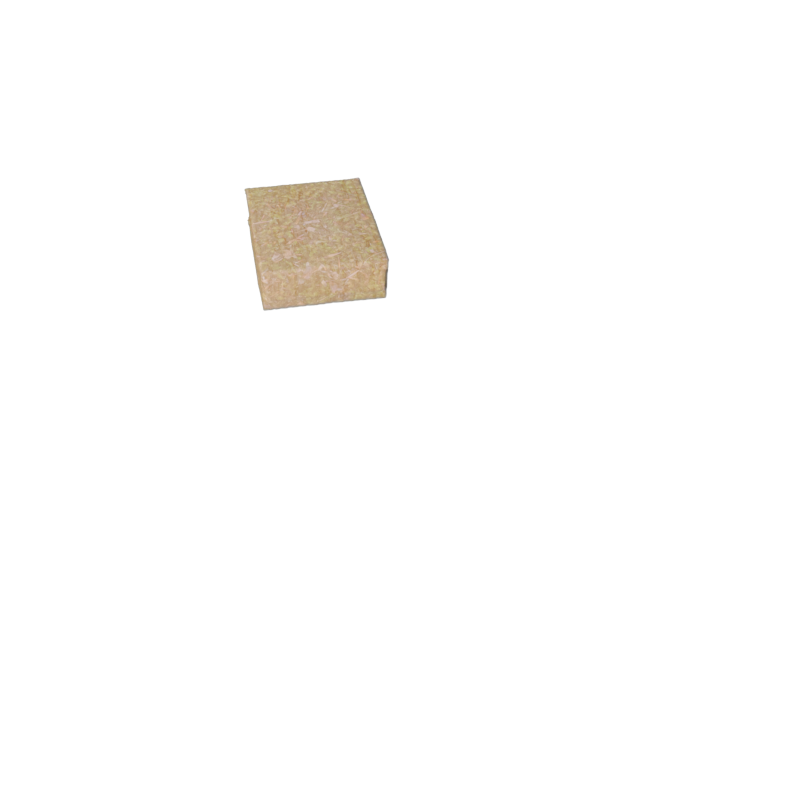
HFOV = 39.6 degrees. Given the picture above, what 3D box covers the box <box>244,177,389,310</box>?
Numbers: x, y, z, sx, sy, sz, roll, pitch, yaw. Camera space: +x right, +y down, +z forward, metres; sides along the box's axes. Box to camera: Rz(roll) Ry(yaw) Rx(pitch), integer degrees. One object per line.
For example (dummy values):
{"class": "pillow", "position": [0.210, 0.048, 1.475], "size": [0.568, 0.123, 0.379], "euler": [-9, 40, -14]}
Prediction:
{"class": "box", "position": [-0.063, -0.116, 0.809], "size": [0.089, 0.036, 0.122], "euler": [-7, 39, -9]}
